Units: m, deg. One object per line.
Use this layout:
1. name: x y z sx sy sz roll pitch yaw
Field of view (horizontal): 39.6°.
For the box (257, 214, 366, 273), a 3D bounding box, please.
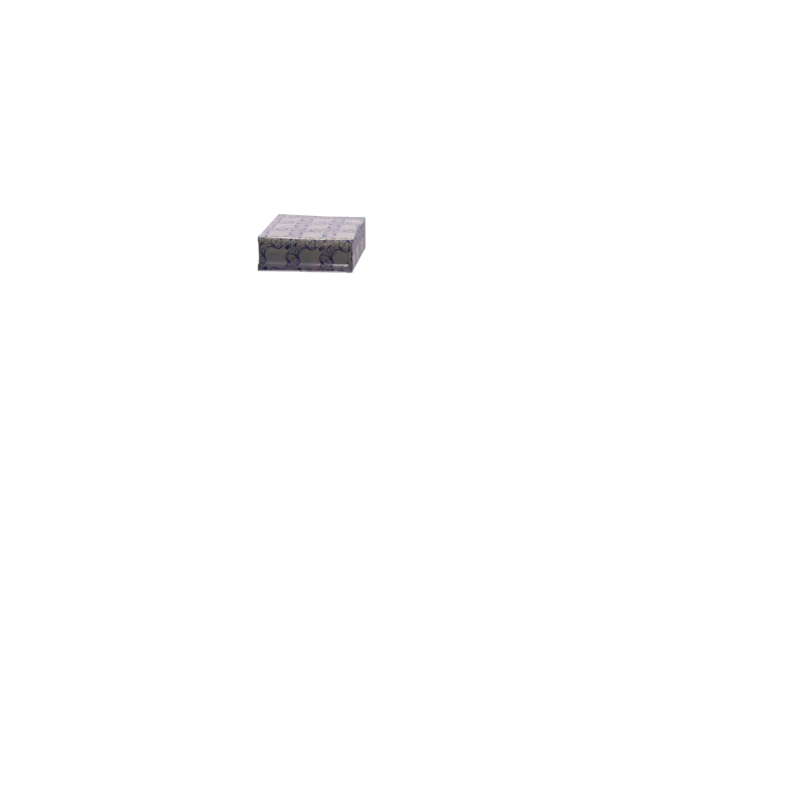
1. box: -0.068 -0.123 0.864 0.074 0.029 0.092 2 19 6
